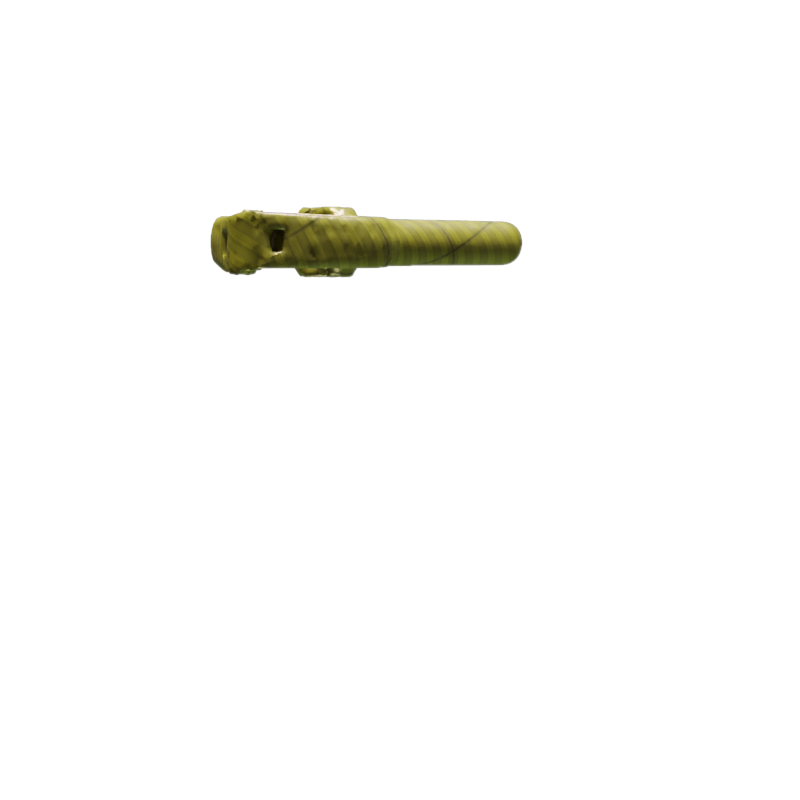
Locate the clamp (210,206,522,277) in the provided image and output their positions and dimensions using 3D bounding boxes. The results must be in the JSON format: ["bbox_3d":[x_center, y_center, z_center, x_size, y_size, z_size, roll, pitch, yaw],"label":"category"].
[{"bbox_3d":[-0.046,-0.083,0.584,0.170,0.036,0.205,4,9,27],"label":"clamp"}]
